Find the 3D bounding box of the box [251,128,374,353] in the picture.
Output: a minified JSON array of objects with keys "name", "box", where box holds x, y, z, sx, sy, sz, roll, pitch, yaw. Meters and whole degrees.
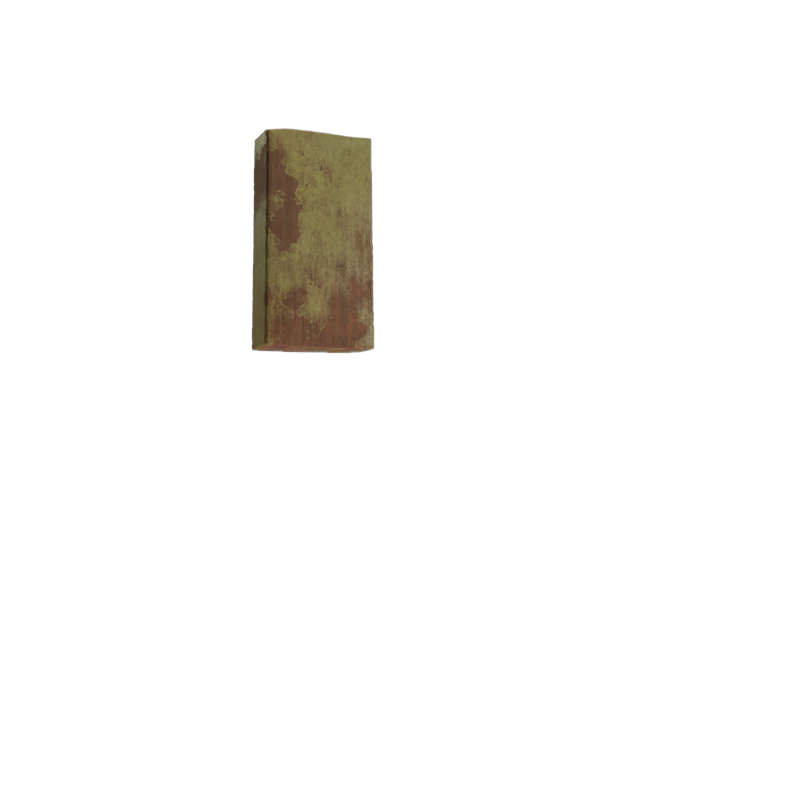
[{"name":"box","box":[-0.070,-0.127,0.892,0.091,0.181,0.048,3,-11,-20]}]
